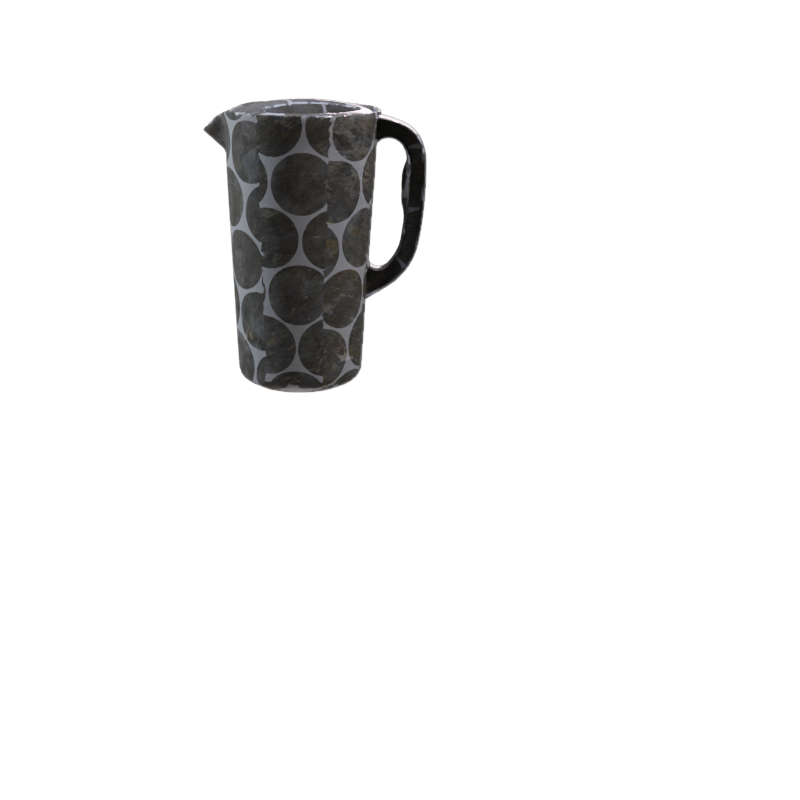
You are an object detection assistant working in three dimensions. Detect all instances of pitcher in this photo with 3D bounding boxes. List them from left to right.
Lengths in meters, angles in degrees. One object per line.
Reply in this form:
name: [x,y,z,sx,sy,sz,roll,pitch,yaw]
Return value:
pitcher: [-0.074,-0.135,0.949,0.141,0.235,0.158,-12,20,-39]
